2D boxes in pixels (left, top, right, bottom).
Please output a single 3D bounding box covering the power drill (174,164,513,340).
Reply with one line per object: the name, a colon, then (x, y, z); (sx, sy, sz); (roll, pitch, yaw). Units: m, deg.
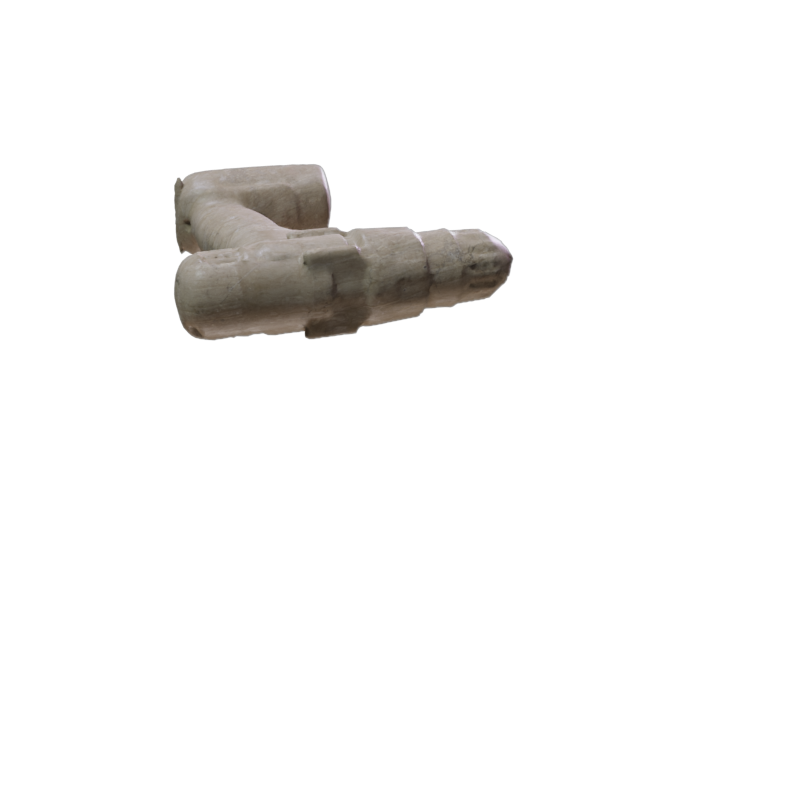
power drill: (-0.051, -0.093, 0.651); (0.181, 0.055, 0.199); (-7, 23, -17)
